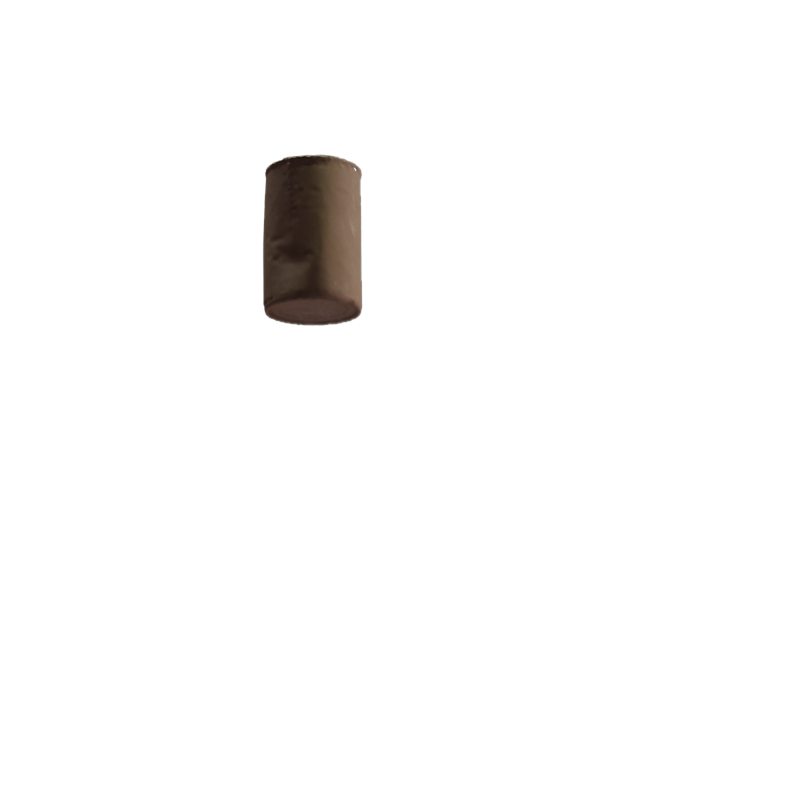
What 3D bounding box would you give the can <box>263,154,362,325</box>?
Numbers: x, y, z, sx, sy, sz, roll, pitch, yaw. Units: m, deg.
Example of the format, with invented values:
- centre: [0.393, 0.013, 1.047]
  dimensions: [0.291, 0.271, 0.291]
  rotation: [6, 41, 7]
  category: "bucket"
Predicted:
- centre: [-0.059, -0.108, 0.759]
  dimensions: [0.068, 0.107, 0.066]
  rotation: [0, -17, -2]
  category: "can"
